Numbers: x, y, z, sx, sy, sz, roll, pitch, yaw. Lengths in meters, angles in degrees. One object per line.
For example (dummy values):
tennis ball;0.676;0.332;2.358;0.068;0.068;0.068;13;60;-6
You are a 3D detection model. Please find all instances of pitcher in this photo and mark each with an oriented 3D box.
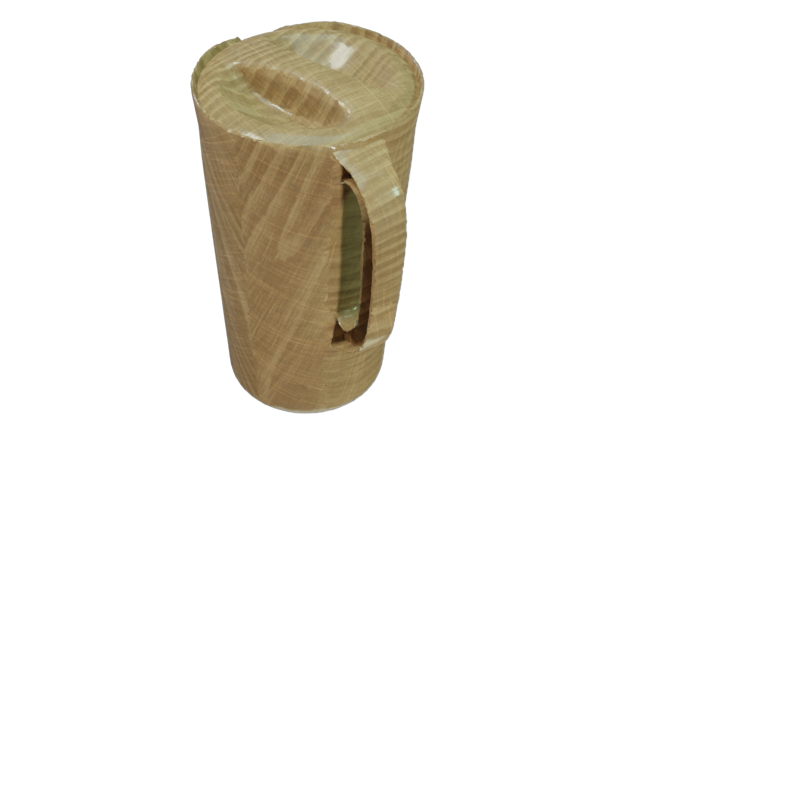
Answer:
pitcher;-0.055;-0.099;0.697;0.148;0.226;0.156;13;45;10
